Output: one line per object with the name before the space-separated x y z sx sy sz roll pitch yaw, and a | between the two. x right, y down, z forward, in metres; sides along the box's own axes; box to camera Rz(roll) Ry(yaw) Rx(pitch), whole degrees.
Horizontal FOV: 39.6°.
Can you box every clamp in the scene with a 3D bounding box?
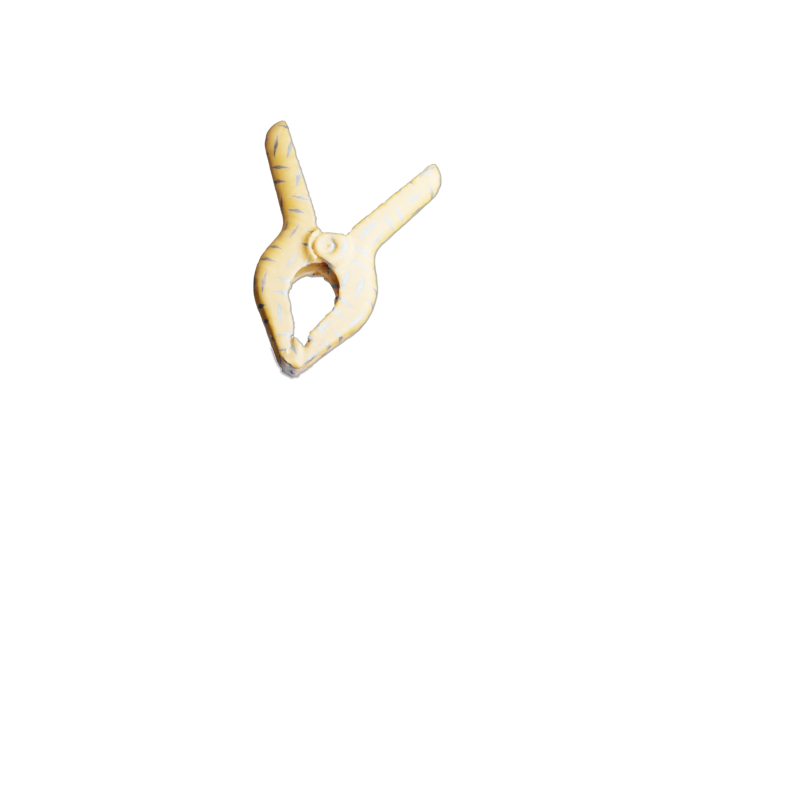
clamp | -0.056 -0.102 0.717 0.123 0.177 0.037 21 -23 9
